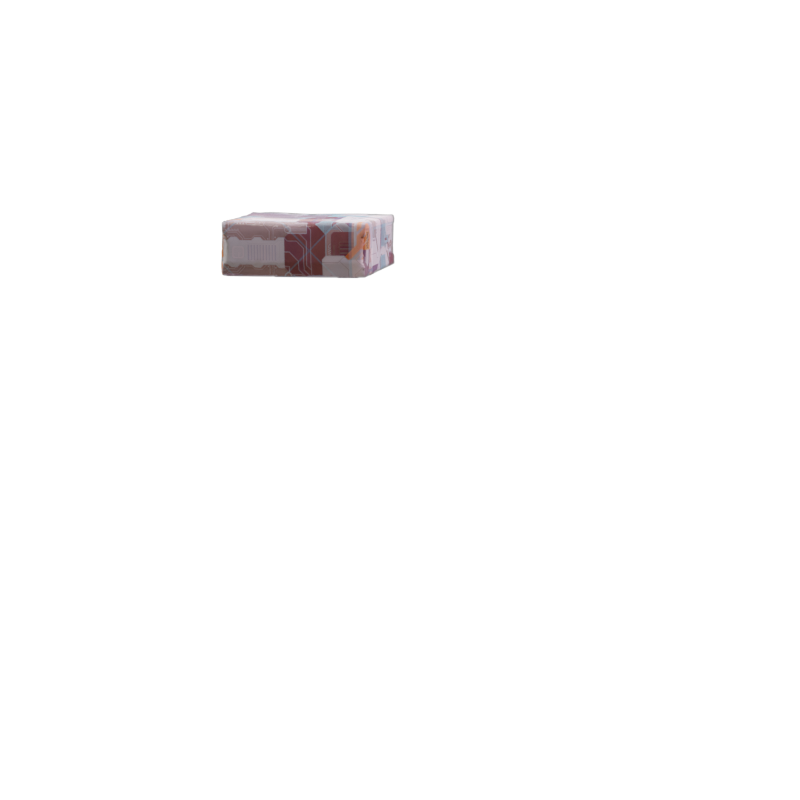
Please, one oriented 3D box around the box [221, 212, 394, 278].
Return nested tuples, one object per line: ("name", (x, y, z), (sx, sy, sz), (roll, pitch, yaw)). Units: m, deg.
("box", (-0.045, -0.082, 0.576), (0.074, 0.030, 0.090), (2, 12, 11))
